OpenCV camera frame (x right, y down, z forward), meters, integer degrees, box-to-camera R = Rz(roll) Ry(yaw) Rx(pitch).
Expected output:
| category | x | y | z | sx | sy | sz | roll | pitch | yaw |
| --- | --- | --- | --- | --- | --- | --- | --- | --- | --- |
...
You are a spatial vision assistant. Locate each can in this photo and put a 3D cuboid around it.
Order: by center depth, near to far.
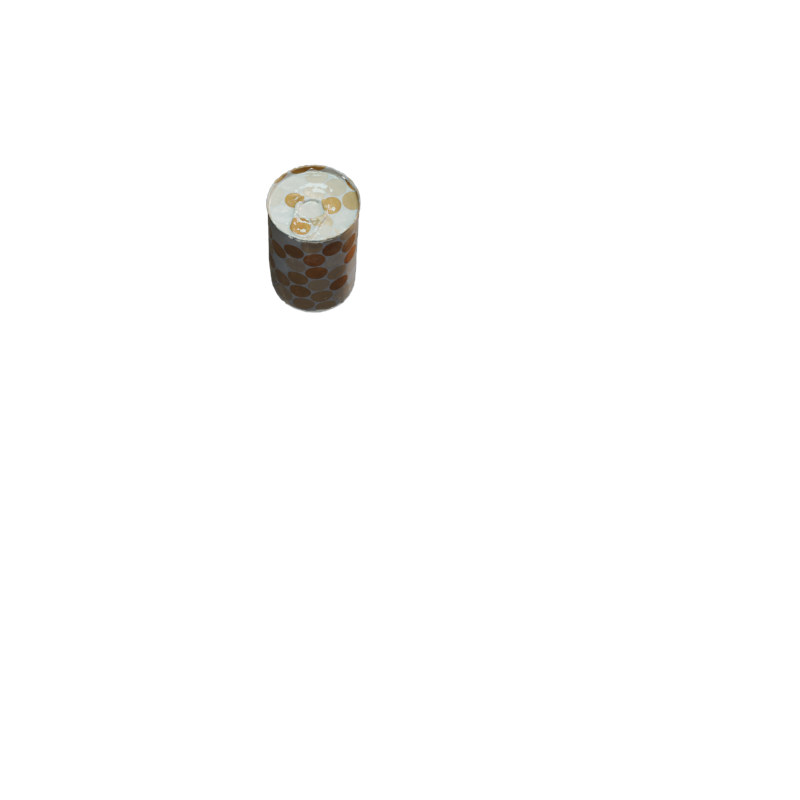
| category | x | y | z | sx | sy | sz | roll | pitch | yaw |
| --- | --- | --- | --- | --- | --- | --- | --- | --- | --- |
| can | -0.065 | -0.119 | 0.835 | 0.068 | 0.073 | 0.096 | 0 | -30 | -3 |
